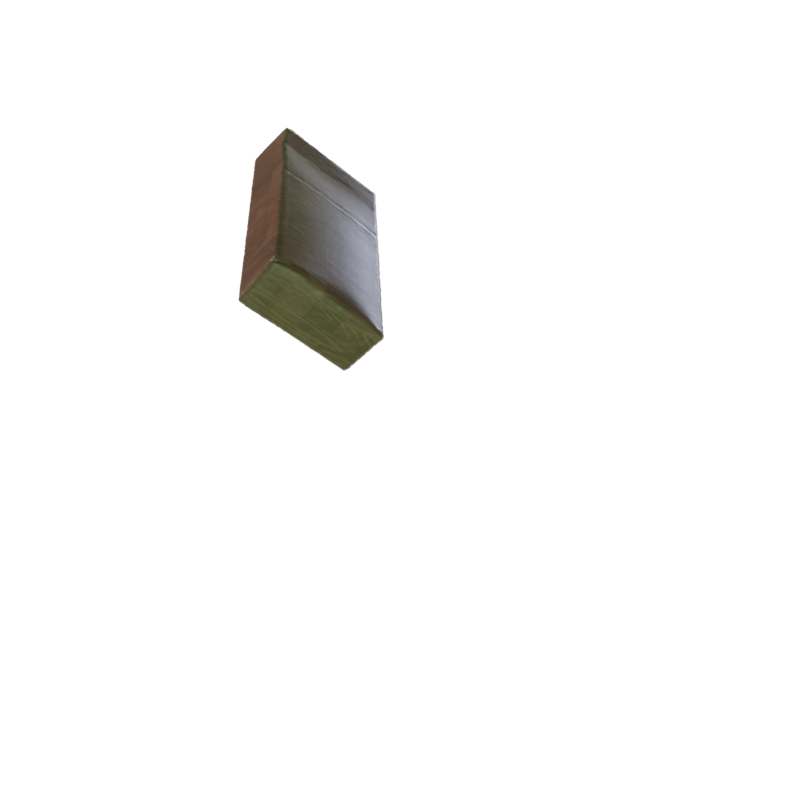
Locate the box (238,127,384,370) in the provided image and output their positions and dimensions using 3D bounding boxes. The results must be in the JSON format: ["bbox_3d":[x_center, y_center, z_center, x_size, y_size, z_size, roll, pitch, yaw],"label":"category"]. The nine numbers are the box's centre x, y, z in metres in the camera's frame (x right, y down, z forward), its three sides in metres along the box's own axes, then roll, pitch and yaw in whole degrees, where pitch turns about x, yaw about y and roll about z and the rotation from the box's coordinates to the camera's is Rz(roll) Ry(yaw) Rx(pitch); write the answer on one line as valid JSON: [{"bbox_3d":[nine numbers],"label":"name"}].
[{"bbox_3d":[-0.061,-0.110,0.773,0.089,0.047,0.189,34,28,-25],"label":"box"}]
